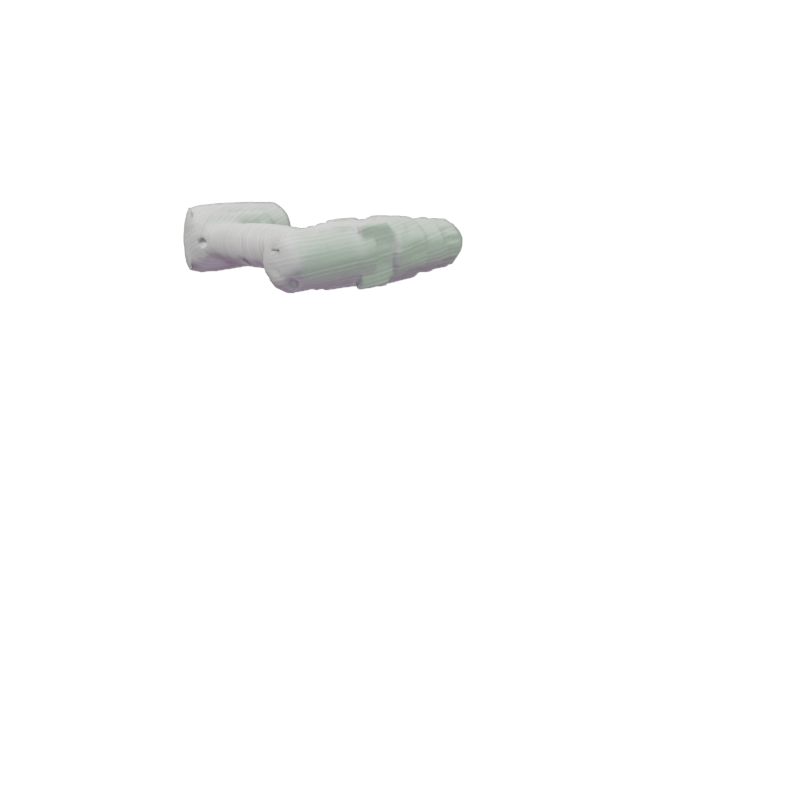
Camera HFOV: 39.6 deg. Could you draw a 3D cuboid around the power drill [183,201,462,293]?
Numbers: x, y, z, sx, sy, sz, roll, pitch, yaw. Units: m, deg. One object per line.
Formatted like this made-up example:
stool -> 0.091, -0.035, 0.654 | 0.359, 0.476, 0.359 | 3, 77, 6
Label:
power drill -> -0.069, -0.126, 0.885 | 0.179, 0.056, 0.197 | -11, 16, -41
